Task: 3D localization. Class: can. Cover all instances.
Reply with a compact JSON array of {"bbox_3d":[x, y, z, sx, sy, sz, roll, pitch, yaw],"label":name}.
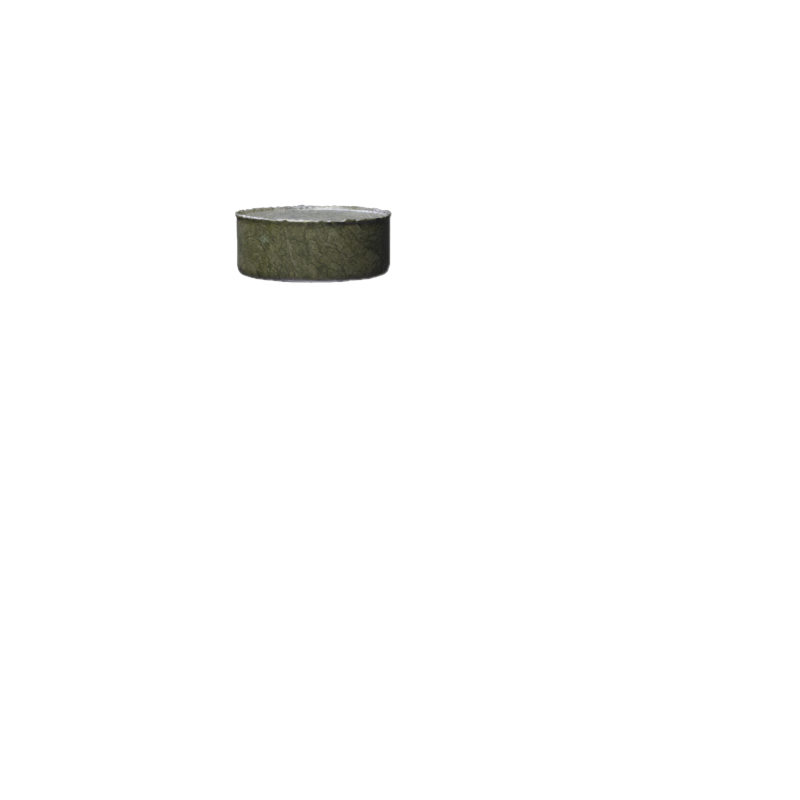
[{"bbox_3d":[-0.048,-0.087,0.609,0.086,0.033,0.088,0,14,-2],"label":"can"}]
